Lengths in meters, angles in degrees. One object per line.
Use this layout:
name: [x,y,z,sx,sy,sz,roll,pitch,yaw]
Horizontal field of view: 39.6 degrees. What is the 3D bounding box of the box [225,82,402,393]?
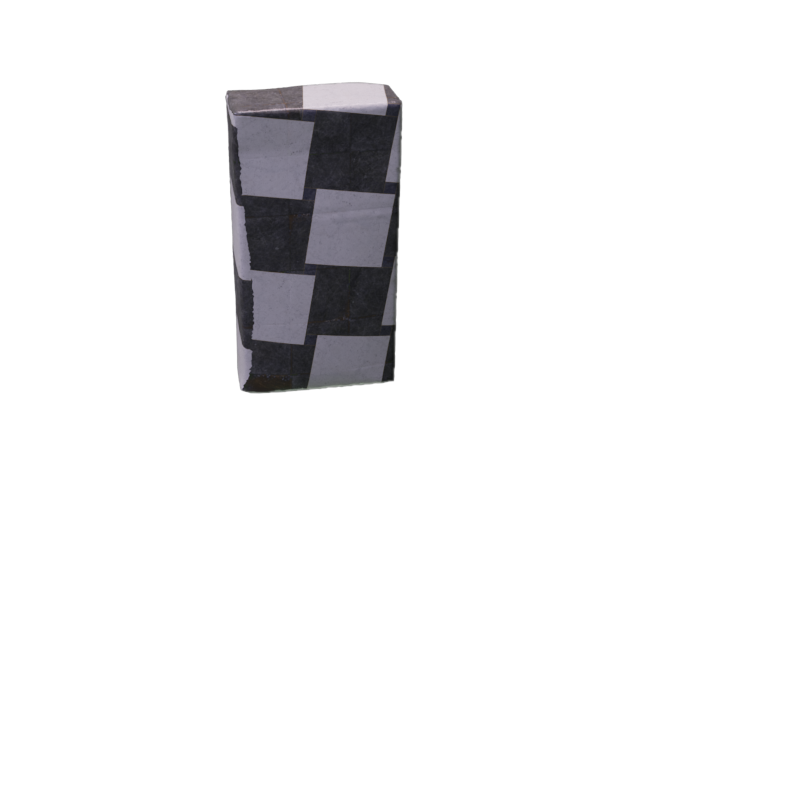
box: [-0.049,-0.090,0.630,0.092,0.167,0.051,-4,26,-11]
